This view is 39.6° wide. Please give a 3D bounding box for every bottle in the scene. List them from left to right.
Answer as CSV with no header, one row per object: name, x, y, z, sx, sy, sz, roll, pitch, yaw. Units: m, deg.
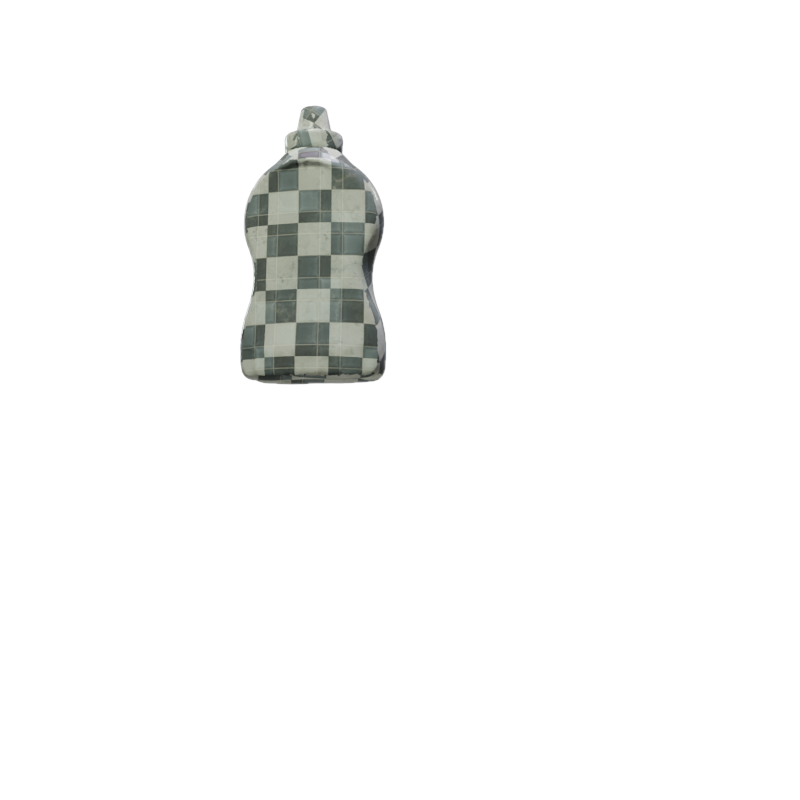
bottle,-0.060,-0.109,0.763,0.098,0.197,0.056,-3,-11,14
